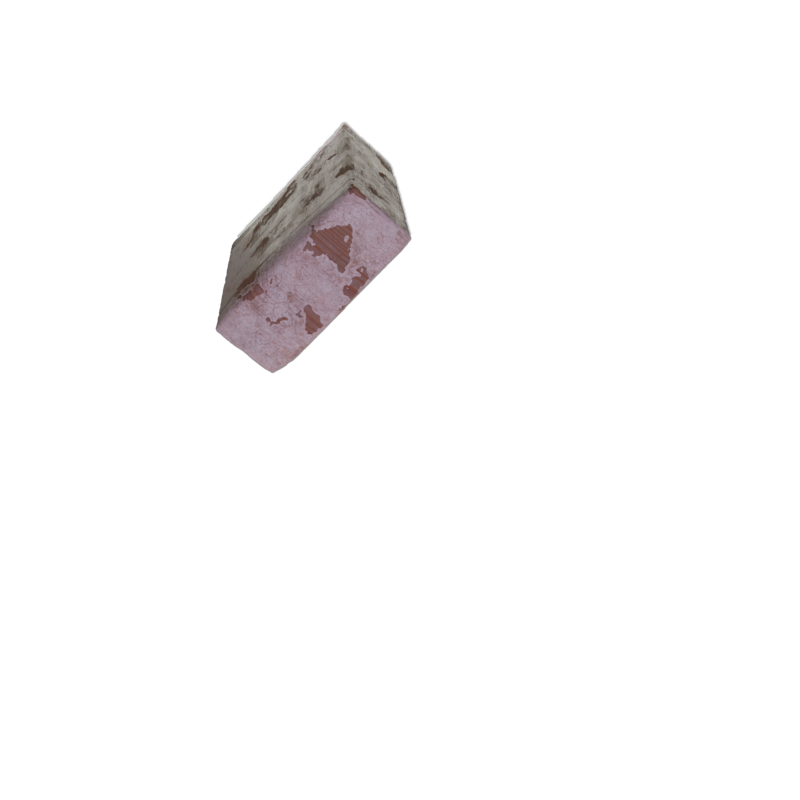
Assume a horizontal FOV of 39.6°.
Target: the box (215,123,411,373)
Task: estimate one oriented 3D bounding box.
[{"bbox_3d":[-0.075,-0.138,0.964,0.069,0.162,0.225,41,16,-20],"label":"box"}]
